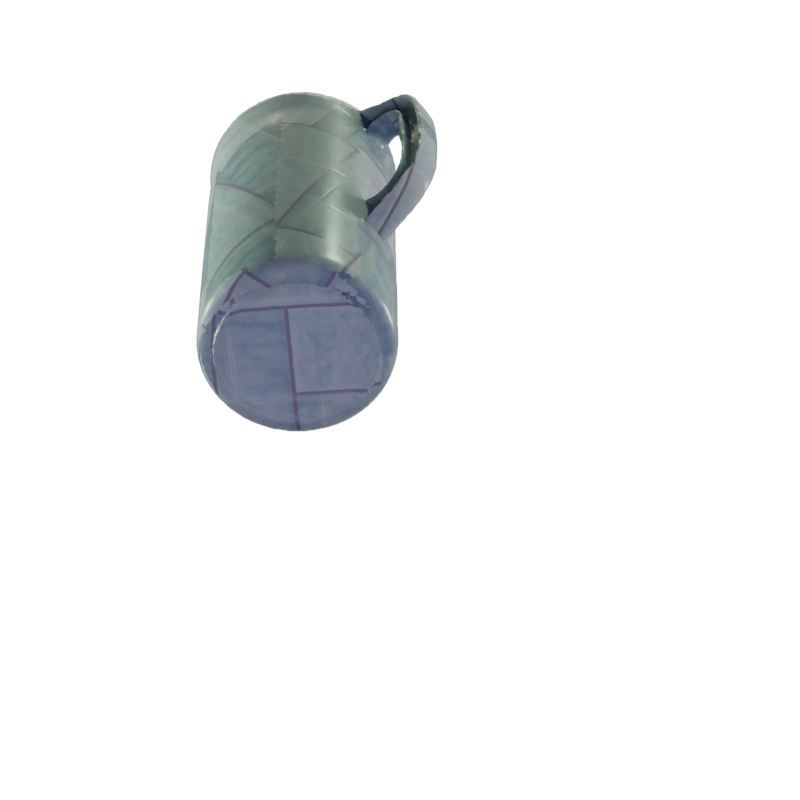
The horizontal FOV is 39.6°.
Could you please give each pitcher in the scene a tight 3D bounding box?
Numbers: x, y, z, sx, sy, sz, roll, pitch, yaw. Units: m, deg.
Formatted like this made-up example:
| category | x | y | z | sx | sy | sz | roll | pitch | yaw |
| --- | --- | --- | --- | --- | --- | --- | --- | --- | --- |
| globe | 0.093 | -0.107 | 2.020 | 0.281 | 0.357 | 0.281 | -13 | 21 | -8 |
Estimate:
| category | x | y | z | sx | sy | sz | roll | pitch | yaw |
| --- | --- | --- | --- | --- | --- | --- | --- | --- | --- |
| pitcher | -0.054 | -0.098 | 0.685 | 0.144 | 0.141 | 0.258 | 5 | 31 | -6 |
